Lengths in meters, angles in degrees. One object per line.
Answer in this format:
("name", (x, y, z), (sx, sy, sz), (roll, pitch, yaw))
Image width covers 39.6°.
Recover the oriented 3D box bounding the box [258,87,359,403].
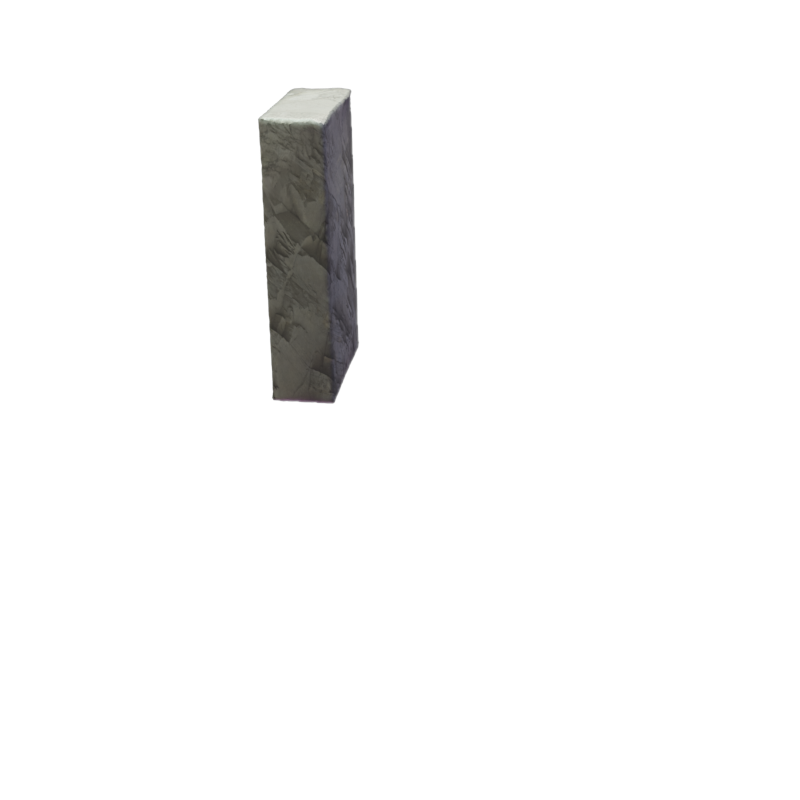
("box", (-0.053, -0.098, 0.684), (0.049, 0.168, 0.097), (4, 22, 7))
